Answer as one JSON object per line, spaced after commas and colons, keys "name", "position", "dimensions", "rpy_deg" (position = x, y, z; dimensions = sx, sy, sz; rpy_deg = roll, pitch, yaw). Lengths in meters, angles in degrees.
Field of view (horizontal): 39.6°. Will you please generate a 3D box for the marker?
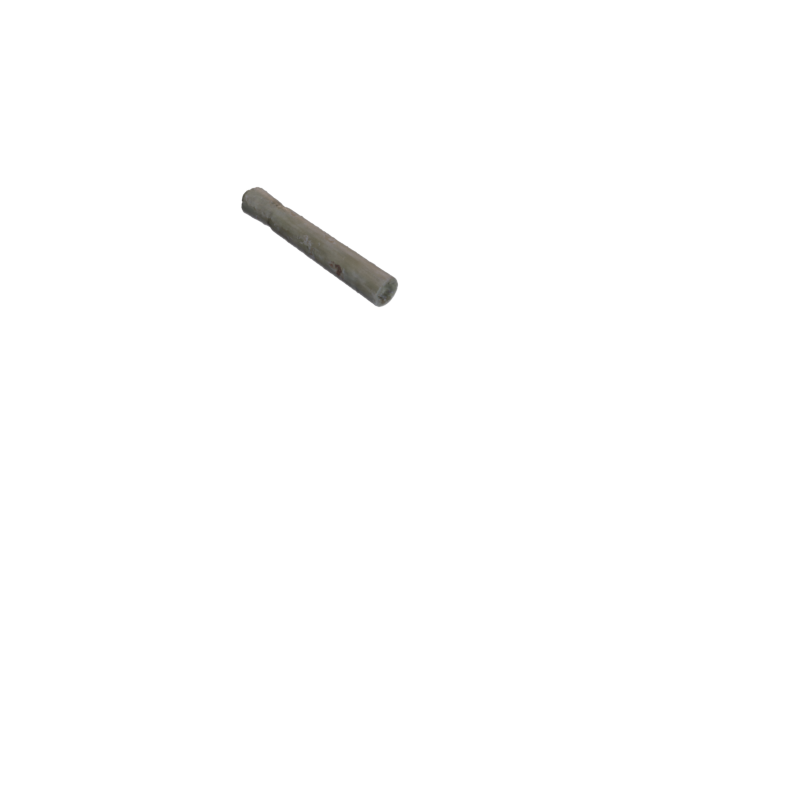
{"name": "marker", "position": [-0.051, -0.092, 0.647], "dimensions": [0.129, 0.019, 0.019], "rpy_deg": [37, 25, 32]}
